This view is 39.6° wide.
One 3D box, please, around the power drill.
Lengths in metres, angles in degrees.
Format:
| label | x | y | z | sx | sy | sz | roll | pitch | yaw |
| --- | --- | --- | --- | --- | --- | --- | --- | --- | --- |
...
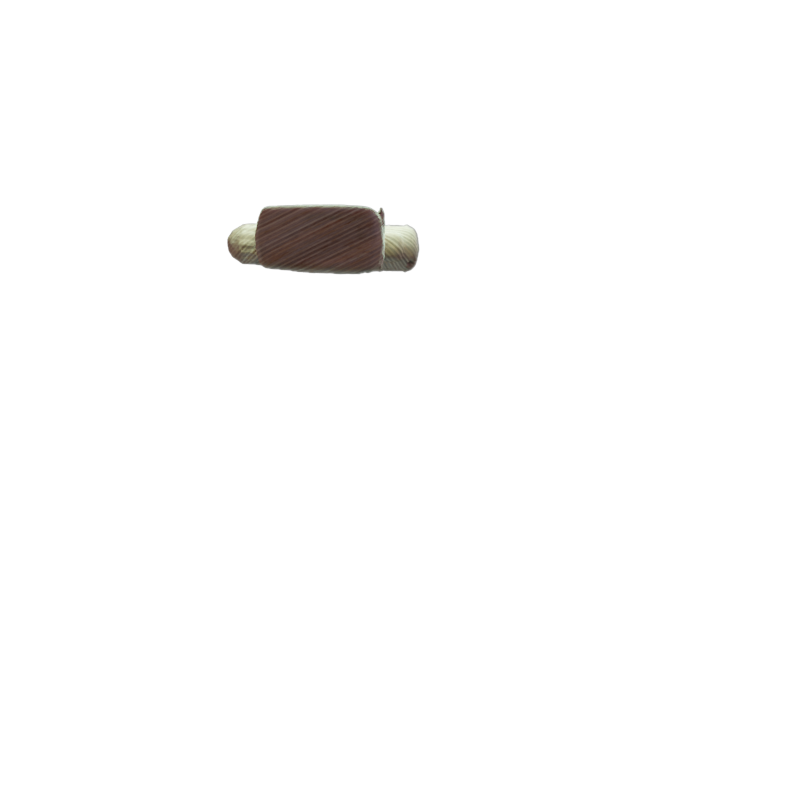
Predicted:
| label | x | y | z | sx | sy | sz | roll | pitch | yaw |
| --- | --- | --- | --- | --- | --- | --- | --- | --- | --- |
| power drill | -0.078 | -0.142 | 0.994 | 0.186 | 0.057 | 0.187 | 1 | 6 | 5 |
